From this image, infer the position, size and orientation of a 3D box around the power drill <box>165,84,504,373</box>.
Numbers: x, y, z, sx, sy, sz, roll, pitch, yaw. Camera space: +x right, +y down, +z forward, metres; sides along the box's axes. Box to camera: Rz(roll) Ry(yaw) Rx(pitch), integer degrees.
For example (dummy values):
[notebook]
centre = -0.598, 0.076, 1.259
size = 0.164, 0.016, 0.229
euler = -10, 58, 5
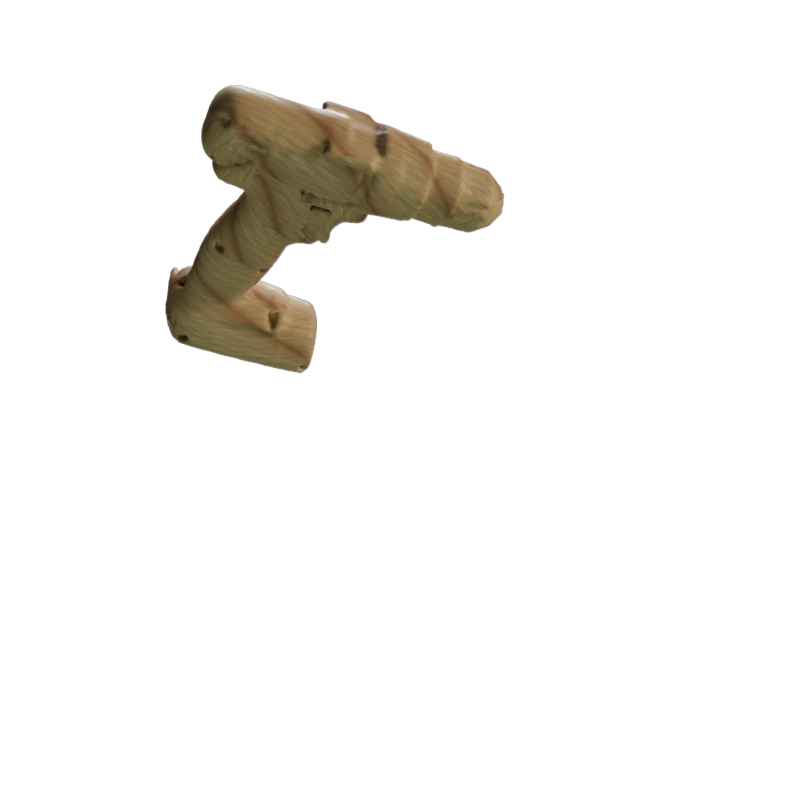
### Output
[power drill]
centre = -0.053, -0.097, 0.681
size = 0.179, 0.062, 0.180
euler = 17, -47, -17
